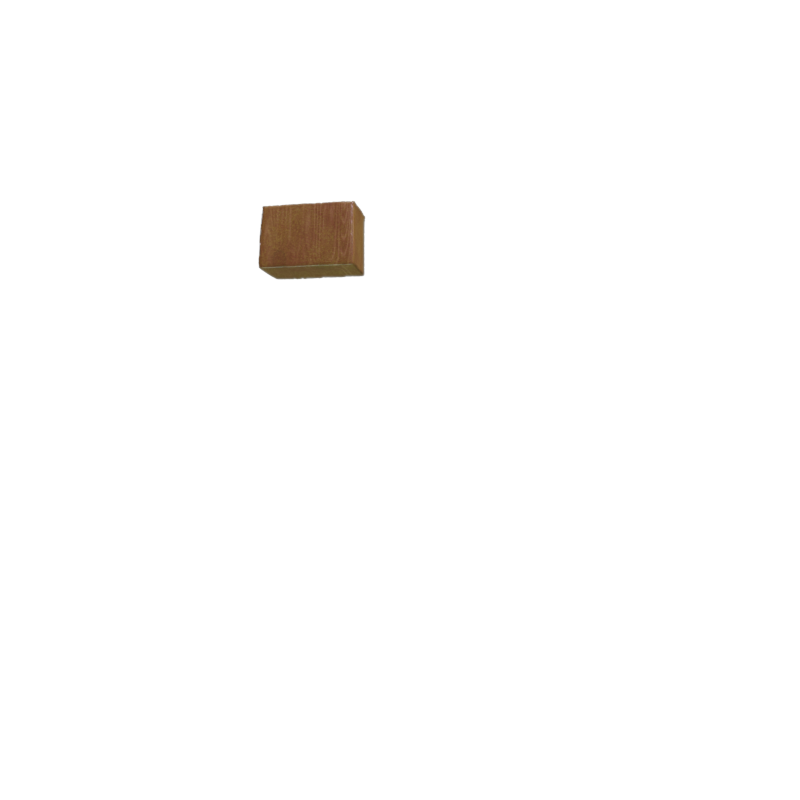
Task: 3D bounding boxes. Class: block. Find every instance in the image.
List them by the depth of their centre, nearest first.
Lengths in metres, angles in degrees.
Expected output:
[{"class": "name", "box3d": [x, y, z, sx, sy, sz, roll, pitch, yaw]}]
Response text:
[{"class": "block", "box3d": [-0.070, -0.128, 0.897, 0.079, 0.053, 0.051, -2, -9, 11]}]
